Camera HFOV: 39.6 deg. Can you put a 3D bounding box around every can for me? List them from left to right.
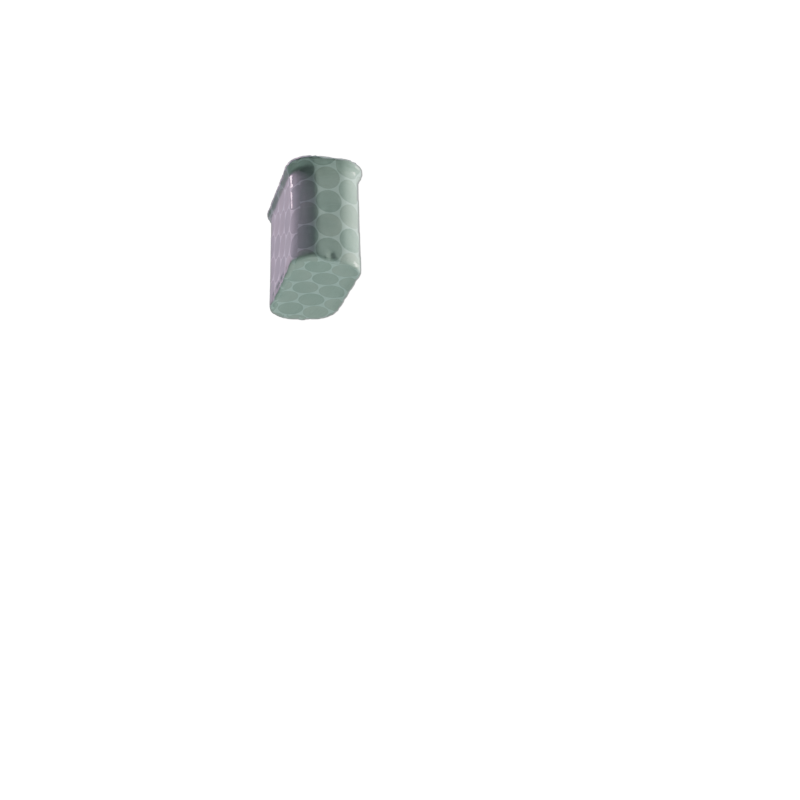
[{"bbox_3d":[-0.063,-0.116,0.811,0.056,0.089,0.098,6,-26,-16],"label":"can"}]
